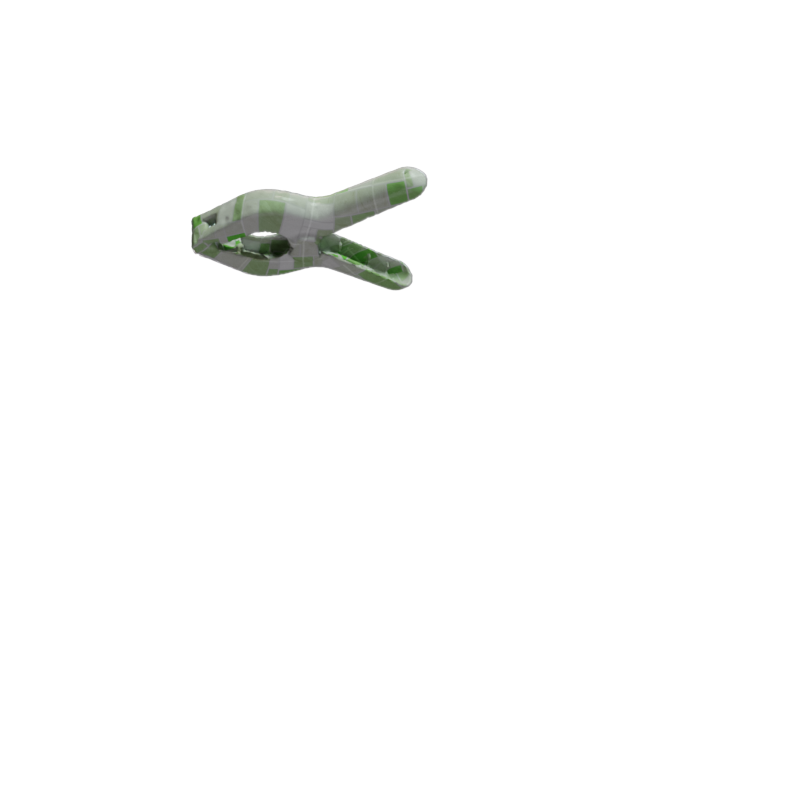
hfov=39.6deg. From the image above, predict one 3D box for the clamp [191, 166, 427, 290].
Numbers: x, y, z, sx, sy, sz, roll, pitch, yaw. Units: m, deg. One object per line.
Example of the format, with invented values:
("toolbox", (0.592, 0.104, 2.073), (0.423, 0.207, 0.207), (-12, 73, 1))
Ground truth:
("clamp", (-0.063, -0.116, 0.809), (0.172, 0.042, 0.111), (-4, -43, 4))
